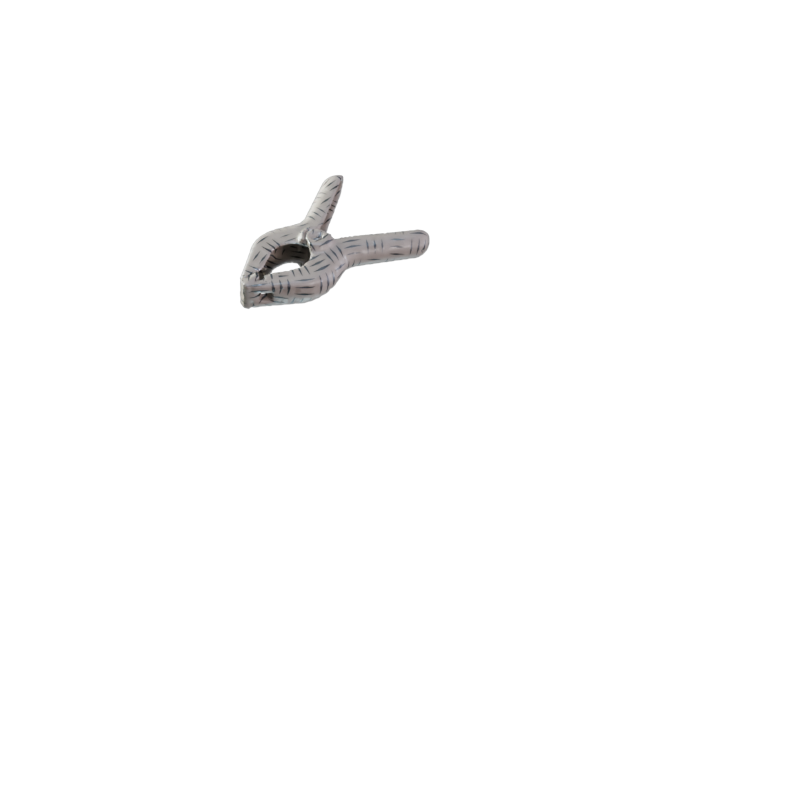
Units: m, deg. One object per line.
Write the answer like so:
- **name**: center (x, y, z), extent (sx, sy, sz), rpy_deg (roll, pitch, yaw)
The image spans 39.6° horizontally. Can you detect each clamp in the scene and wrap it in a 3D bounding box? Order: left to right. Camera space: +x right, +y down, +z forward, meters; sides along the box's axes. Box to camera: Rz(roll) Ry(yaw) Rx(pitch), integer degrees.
- **clamp**: center (-0.074, -0.135, 0.948), extent (0.170, 0.037, 0.129), rpy_deg (-25, 47, -27)
